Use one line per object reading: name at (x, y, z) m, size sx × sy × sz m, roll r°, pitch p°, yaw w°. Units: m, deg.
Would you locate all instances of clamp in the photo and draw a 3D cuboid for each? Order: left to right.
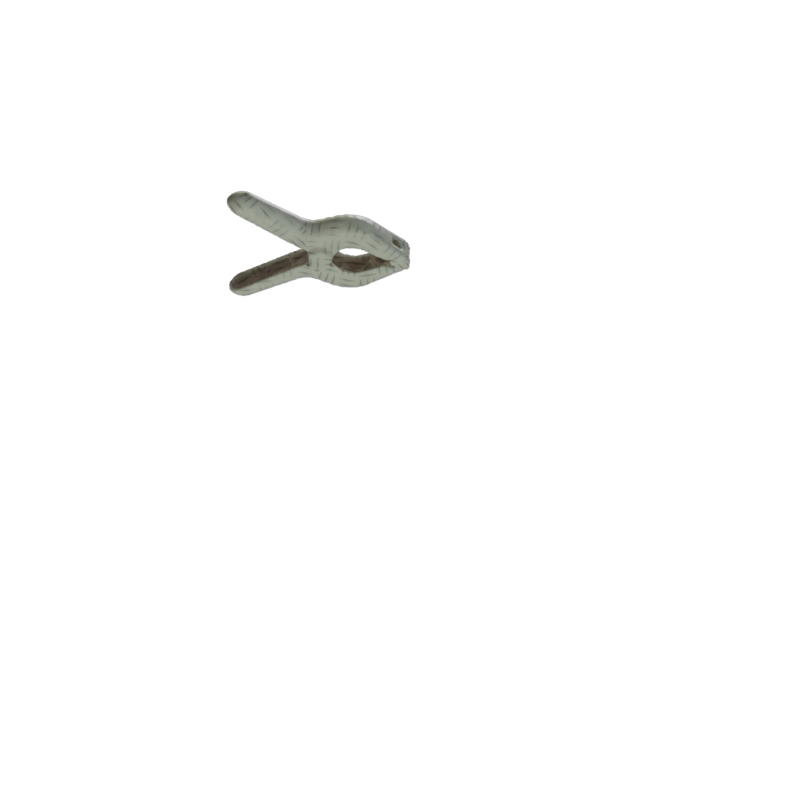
clamp at (-0.078, -0.142, 0.996) m, size 0.172 × 0.042 × 0.111 m, roll -3°, pitch -36°, yaw 4°
